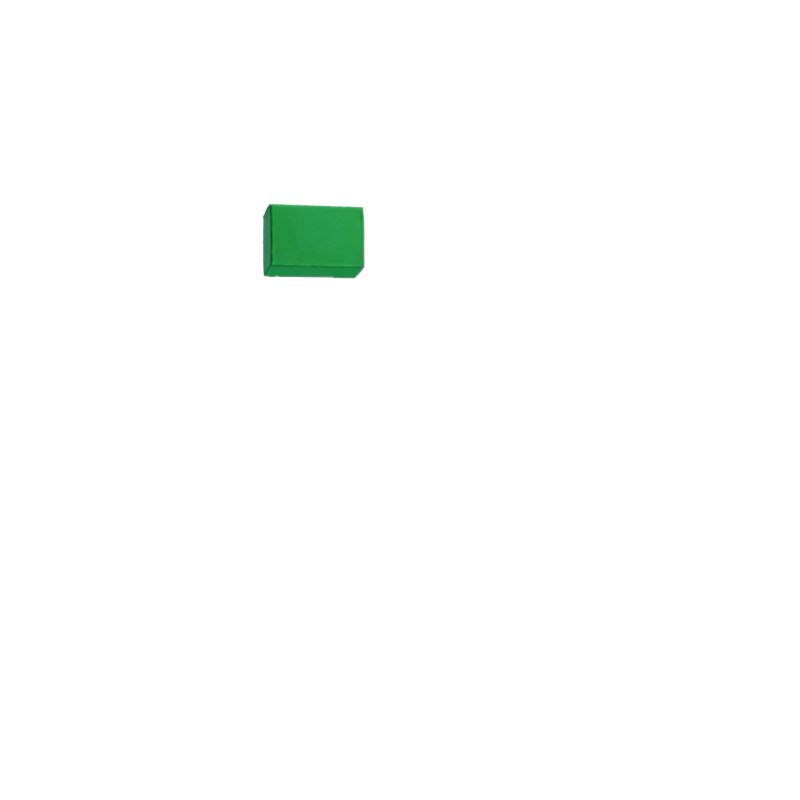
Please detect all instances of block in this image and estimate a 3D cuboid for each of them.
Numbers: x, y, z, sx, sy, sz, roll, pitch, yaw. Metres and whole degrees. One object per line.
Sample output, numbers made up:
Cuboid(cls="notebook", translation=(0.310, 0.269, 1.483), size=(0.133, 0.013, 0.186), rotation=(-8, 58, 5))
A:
Cuboid(cls="block", translation=(-0.070, -0.128, 0.895), size=(0.077, 0.052, 0.052), rotation=(1, -7, -10))
